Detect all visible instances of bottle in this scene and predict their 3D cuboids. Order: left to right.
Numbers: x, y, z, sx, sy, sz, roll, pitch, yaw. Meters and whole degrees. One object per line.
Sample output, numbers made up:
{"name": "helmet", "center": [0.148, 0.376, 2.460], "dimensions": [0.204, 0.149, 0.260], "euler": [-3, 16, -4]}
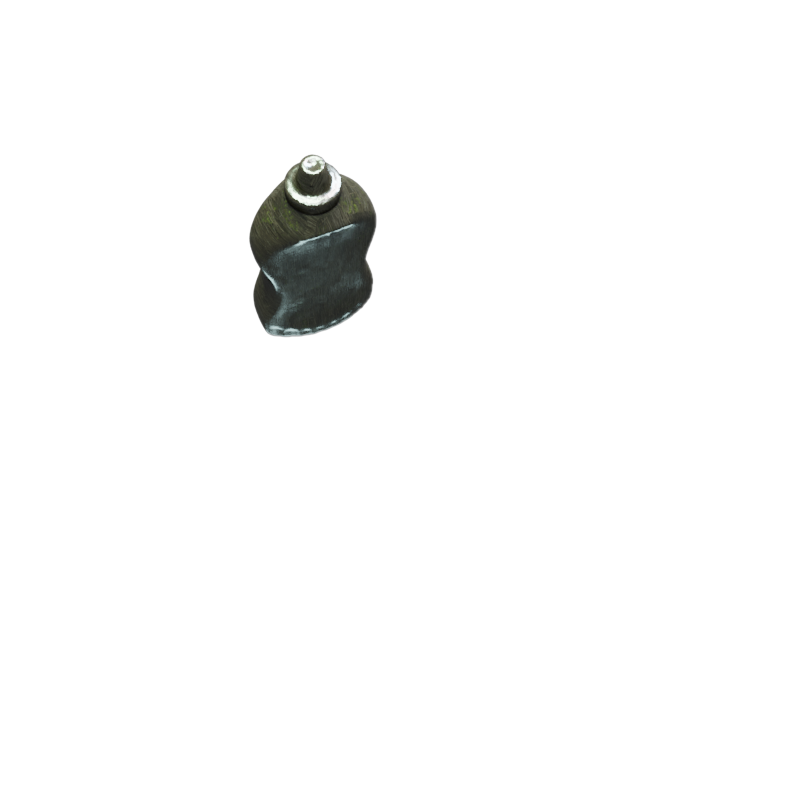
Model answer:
{"name": "bottle", "center": [-0.066, -0.120, 0.837], "dimensions": [0.095, 0.062, 0.180], "euler": [-19, -24, -13]}
